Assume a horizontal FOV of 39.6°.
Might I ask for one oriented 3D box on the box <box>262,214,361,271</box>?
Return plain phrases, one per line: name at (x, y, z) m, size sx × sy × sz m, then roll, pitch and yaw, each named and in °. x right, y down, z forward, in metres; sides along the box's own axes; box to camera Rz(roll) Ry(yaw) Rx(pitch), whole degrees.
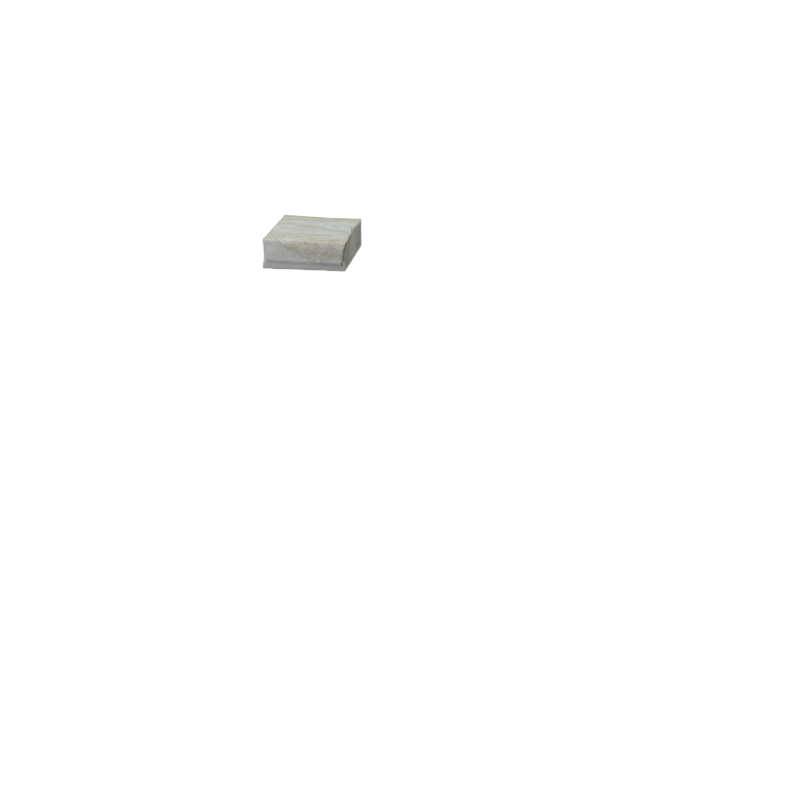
box at (-0.077, -0.140, 0.978) m, size 0.074 × 0.029 × 0.092 m, roll 3°, pitch 22°, yaw 8°
